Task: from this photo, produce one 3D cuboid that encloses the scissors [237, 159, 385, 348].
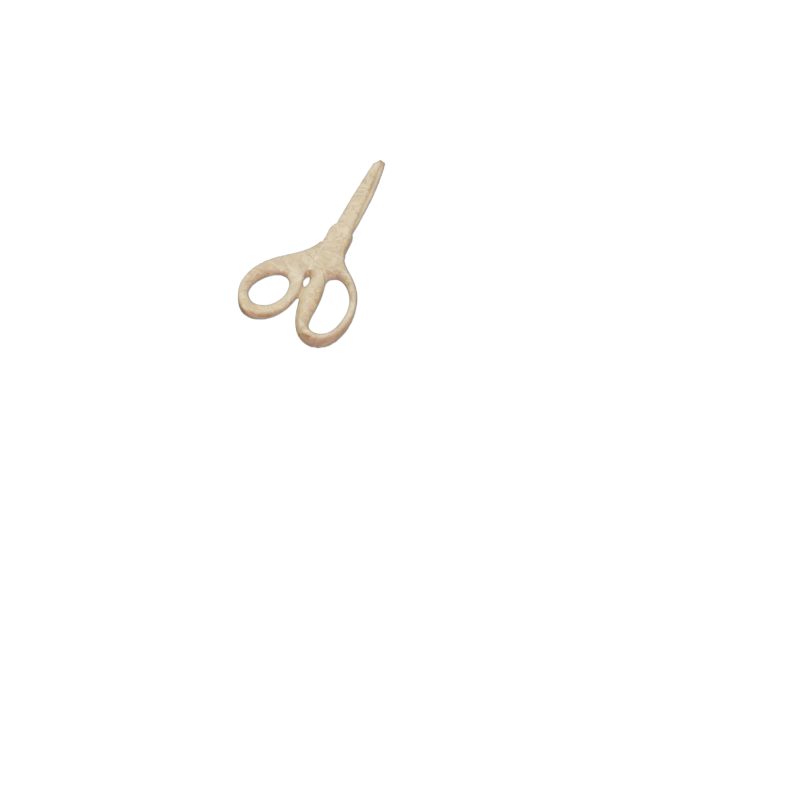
[{"bbox_3d":[-0.066,-0.121,0.846,0.097,0.215,0.015,3,-42,2],"label":"scissors"}]
